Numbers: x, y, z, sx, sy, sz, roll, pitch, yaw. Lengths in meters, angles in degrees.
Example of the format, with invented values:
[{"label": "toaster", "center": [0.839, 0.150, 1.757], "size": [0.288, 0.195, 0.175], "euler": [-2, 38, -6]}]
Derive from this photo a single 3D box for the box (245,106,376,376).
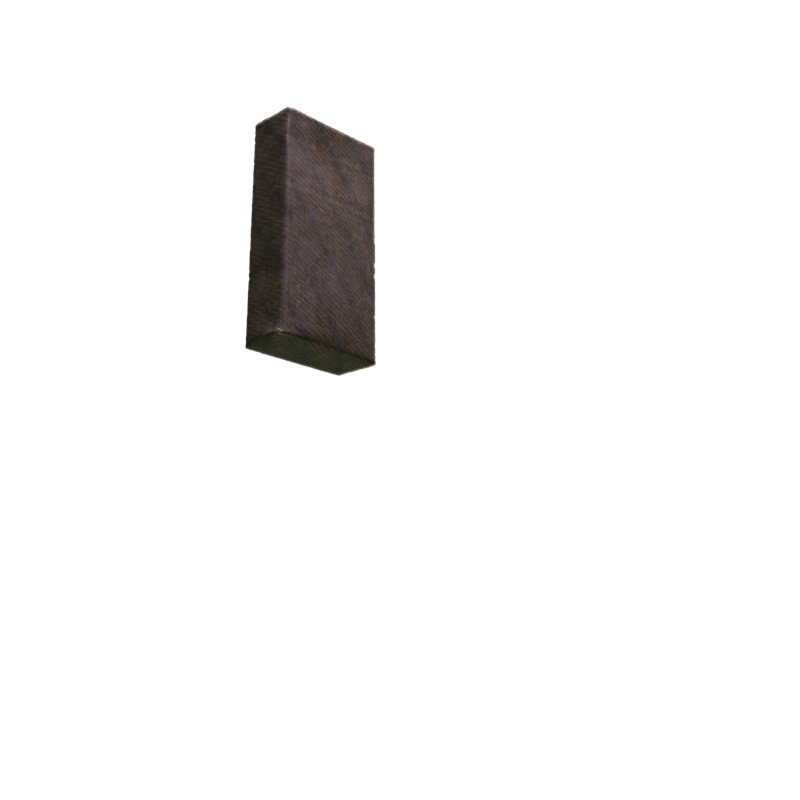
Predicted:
[{"label": "box", "center": [-0.063, -0.115, 0.805], "size": [0.088, 0.186, 0.048], "euler": [20, -32, -40]}]
